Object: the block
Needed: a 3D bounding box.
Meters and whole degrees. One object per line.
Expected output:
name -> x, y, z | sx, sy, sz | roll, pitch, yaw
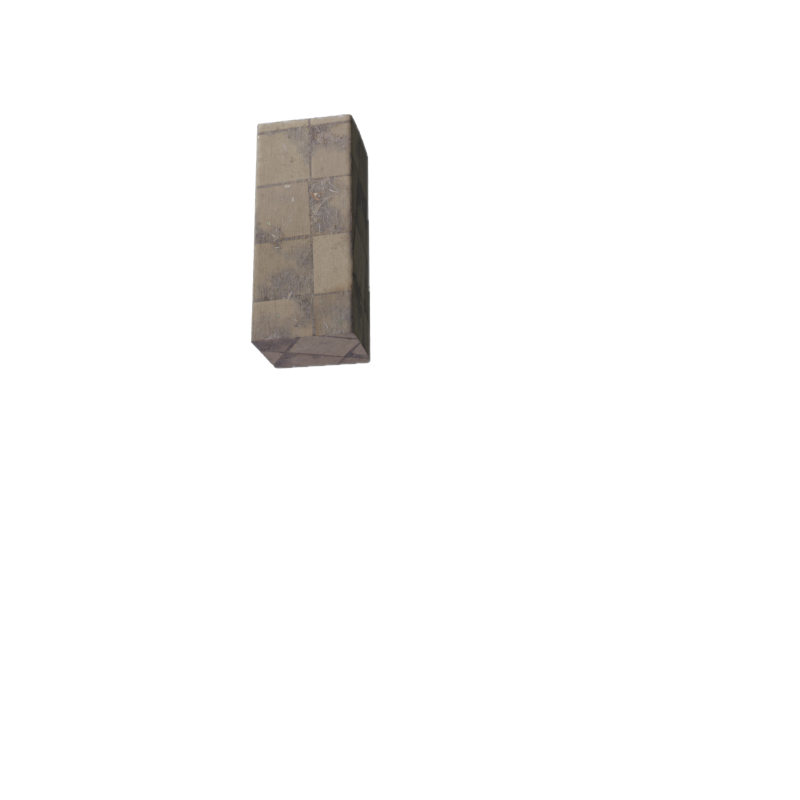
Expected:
block -> -0.078, -0.142, 0.995 | 0.092, 0.217, 0.085 | -5, -21, 9
